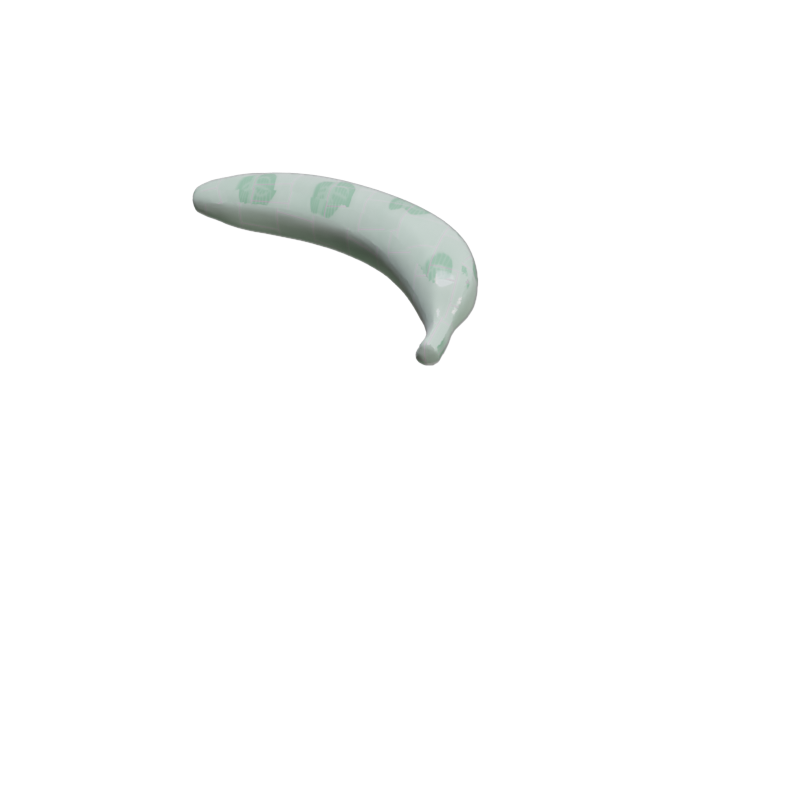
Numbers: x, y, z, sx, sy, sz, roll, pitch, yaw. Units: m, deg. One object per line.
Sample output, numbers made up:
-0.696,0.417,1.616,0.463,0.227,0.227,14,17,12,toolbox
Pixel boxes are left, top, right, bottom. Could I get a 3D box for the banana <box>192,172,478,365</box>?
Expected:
-0.026,-0.082,0.548,0.069,0.035,0.212,-21,37,-32,banana
